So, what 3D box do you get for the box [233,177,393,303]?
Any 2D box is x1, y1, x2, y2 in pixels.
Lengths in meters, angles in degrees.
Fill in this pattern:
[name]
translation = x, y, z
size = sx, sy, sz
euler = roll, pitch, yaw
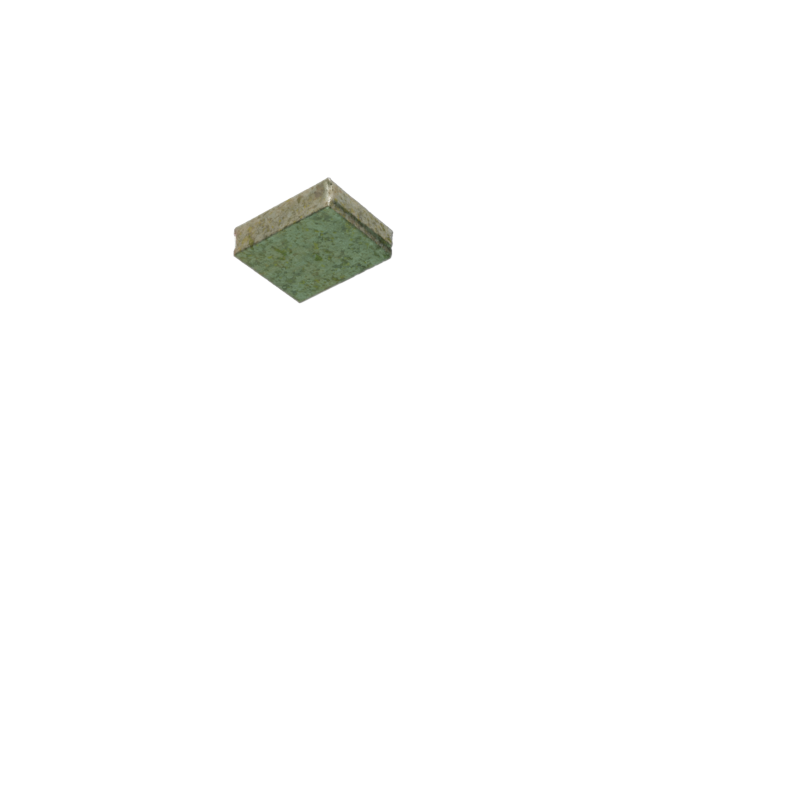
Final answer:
[box]
translation = -0.061, -0.112, 0.781
size = 0.089, 0.032, 0.068
euler = -24, -41, 30
